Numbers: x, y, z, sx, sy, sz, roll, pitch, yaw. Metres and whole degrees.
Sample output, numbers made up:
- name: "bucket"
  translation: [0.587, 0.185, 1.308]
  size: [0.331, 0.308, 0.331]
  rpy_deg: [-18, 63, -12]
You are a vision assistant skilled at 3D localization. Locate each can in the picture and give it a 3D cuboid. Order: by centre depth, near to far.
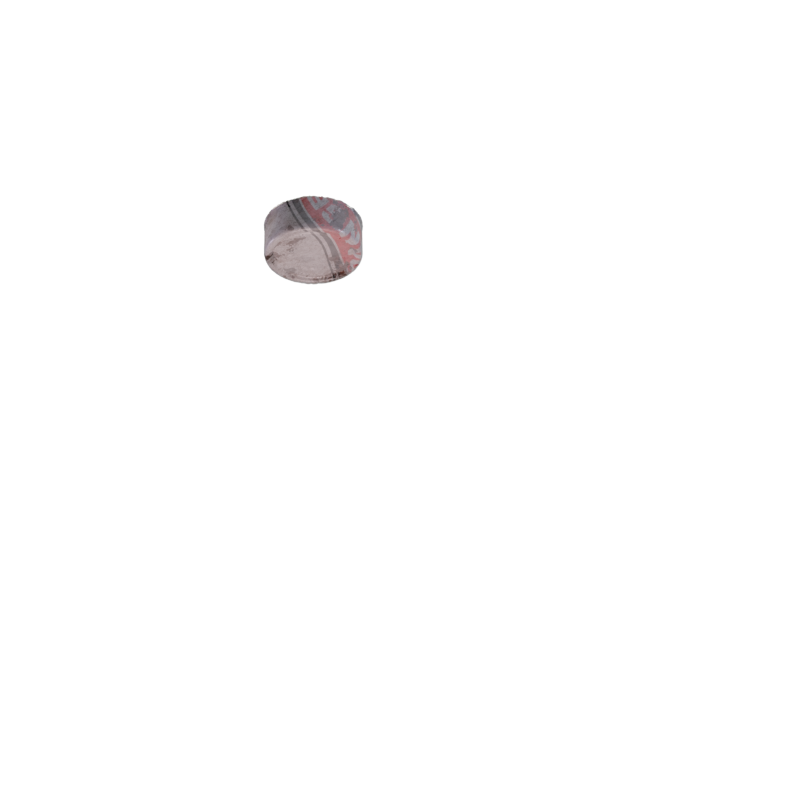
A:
- name: "can"
  translation: [-0.074, -0.136, 0.951]
  size: [0.086, 0.036, 0.080]
  rpy_deg: [1, -31, -2]
